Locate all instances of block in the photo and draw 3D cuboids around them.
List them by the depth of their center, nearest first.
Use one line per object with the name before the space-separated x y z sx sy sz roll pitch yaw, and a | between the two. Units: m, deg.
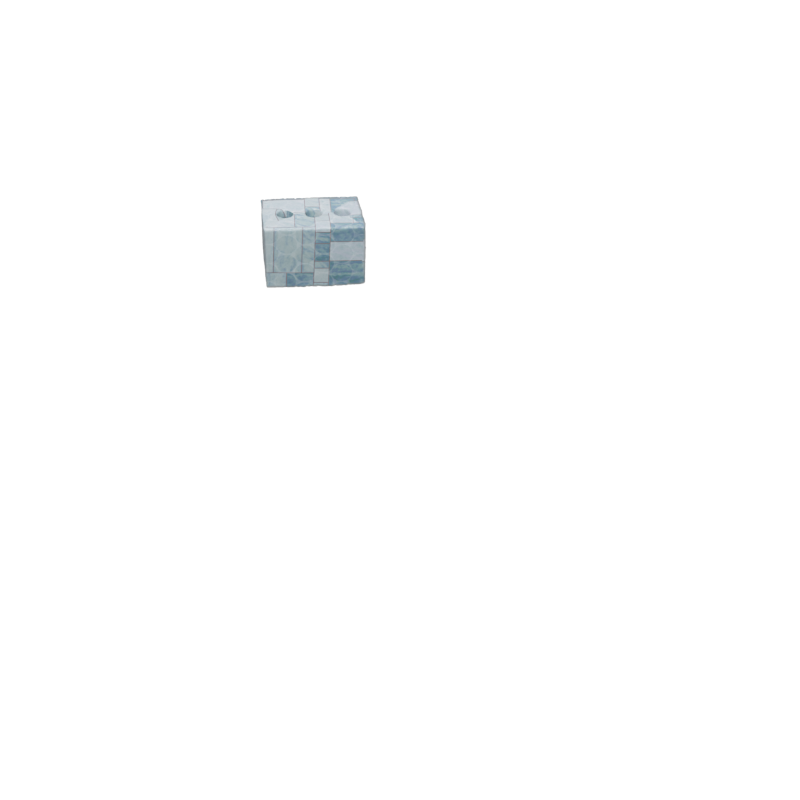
block | -0.066 -0.121 0.849 0.077 0.048 0.056 -3 32 -6
